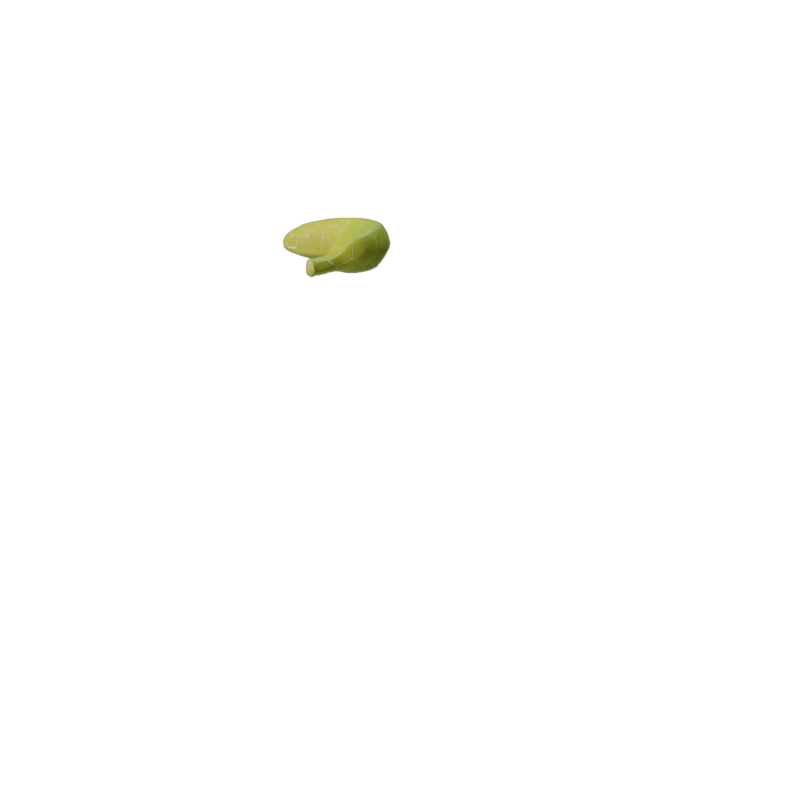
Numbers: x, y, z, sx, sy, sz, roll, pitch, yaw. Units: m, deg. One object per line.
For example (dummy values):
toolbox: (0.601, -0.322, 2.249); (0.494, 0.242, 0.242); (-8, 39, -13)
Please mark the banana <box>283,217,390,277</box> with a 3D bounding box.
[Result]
banana: (-0.047, -0.120, 0.838); (0.069, 0.036, 0.203); (-2, 11, -10)
